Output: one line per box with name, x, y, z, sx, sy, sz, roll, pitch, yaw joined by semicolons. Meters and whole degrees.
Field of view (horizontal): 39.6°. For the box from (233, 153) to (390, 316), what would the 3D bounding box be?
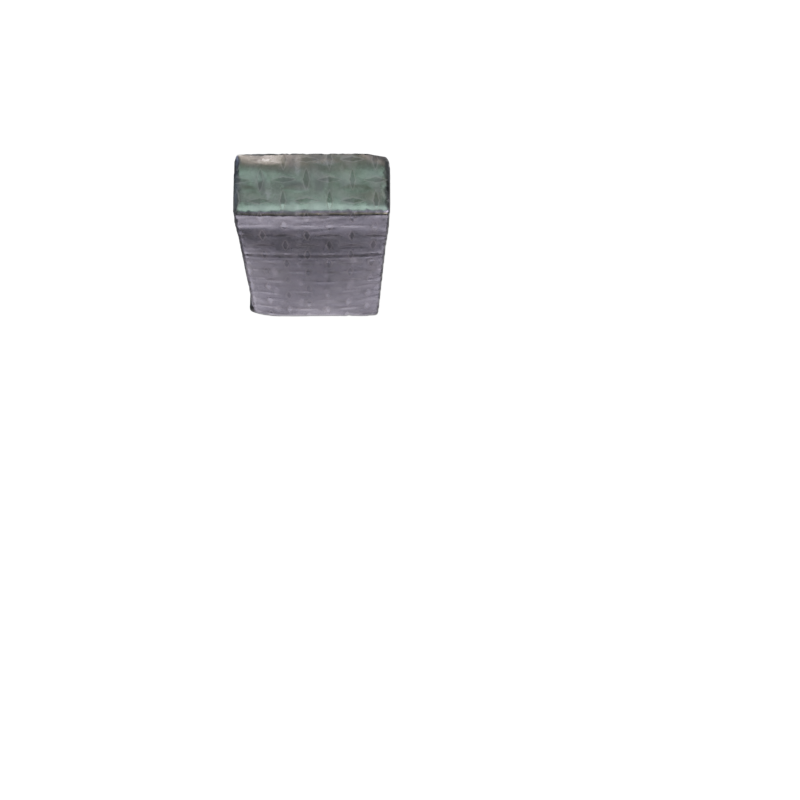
box;-0.056;-0.103;0.721;0.093;0.050;0.168;1;-19;-3
